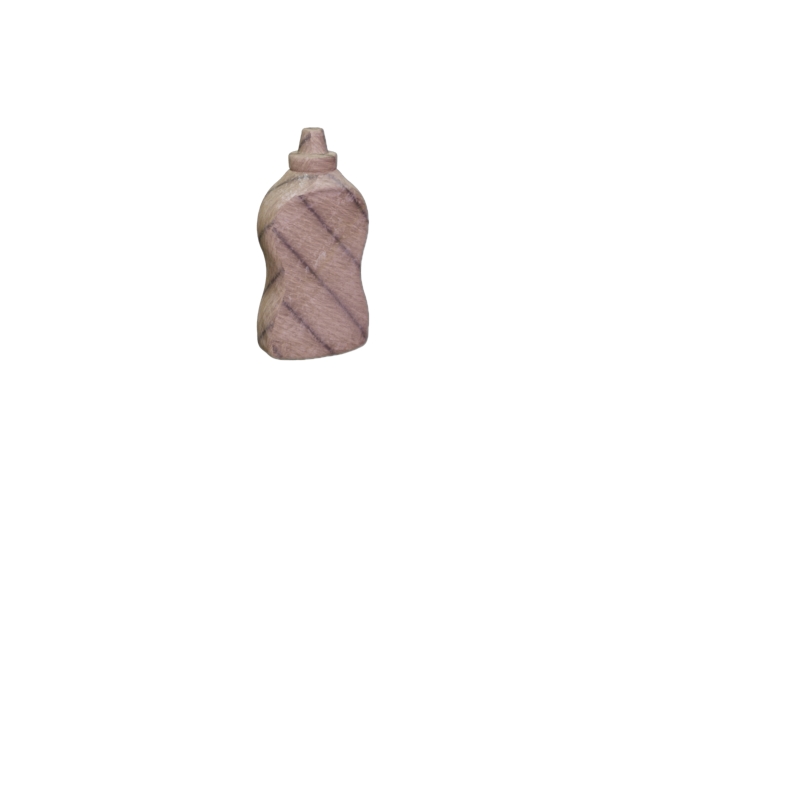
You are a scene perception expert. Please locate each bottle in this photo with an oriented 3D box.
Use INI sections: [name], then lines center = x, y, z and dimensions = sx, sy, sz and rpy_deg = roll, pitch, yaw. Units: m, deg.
[bottle]
center = -0.073, -0.134, 0.935
dimensions = 0.094, 0.185, 0.062
rpy_deg = -6, 17, -24
